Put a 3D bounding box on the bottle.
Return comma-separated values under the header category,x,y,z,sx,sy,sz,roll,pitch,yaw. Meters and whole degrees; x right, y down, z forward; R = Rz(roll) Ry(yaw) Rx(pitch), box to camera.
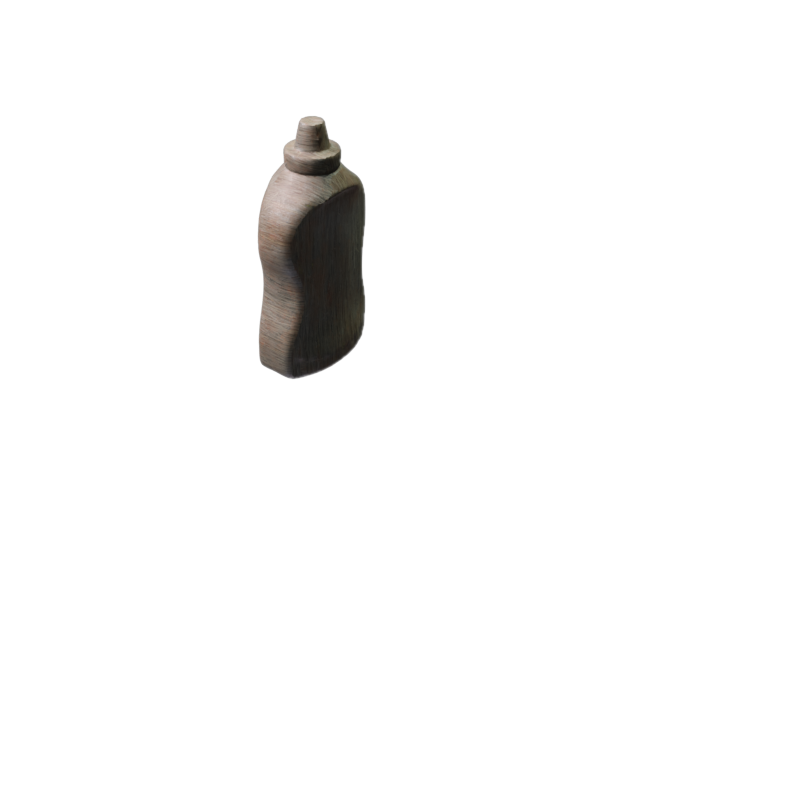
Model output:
category,x,y,z,sx,sy,sz,roll,pitch,yaw
bottle,-0.064,-0.116,0.815,0.062,0.180,0.096,24,38,31
